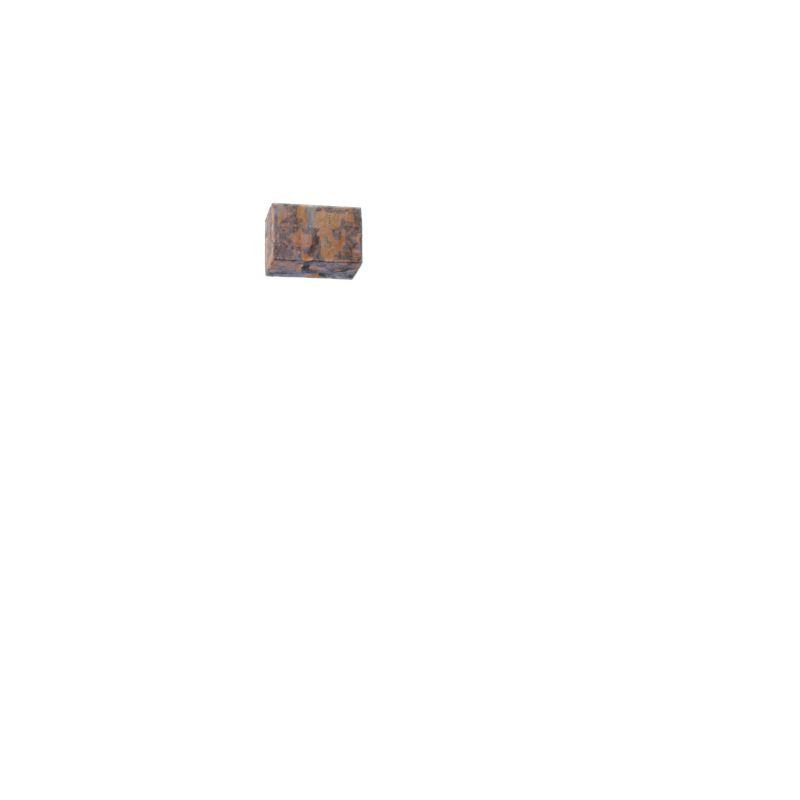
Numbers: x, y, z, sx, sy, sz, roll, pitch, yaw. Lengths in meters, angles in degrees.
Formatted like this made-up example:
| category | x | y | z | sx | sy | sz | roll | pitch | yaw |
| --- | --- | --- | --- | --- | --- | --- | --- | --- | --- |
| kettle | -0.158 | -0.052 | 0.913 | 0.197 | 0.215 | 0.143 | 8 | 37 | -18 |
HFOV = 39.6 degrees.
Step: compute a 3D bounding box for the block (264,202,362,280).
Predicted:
| category | x | y | z | sx | sy | sz | roll | pitch | yaw |
| --- | --- | --- | --- | --- | --- | --- | --- | --- | --- |
| block | -0.074 | -0.134 | 0.940 | 0.077 | 0.053 | 0.052 | 2 | -14 | -11 |
